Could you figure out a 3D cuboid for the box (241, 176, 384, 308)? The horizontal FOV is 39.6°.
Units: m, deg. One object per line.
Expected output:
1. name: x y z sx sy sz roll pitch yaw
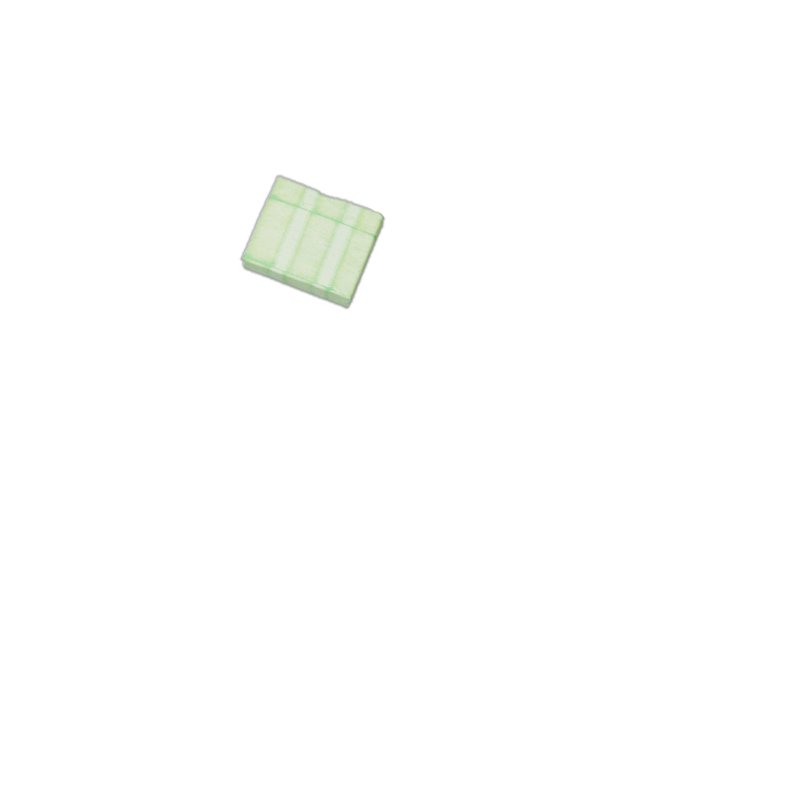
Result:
1. box: -0.066 -0.121 0.845 0.090 0.075 0.029 21 -16 6
